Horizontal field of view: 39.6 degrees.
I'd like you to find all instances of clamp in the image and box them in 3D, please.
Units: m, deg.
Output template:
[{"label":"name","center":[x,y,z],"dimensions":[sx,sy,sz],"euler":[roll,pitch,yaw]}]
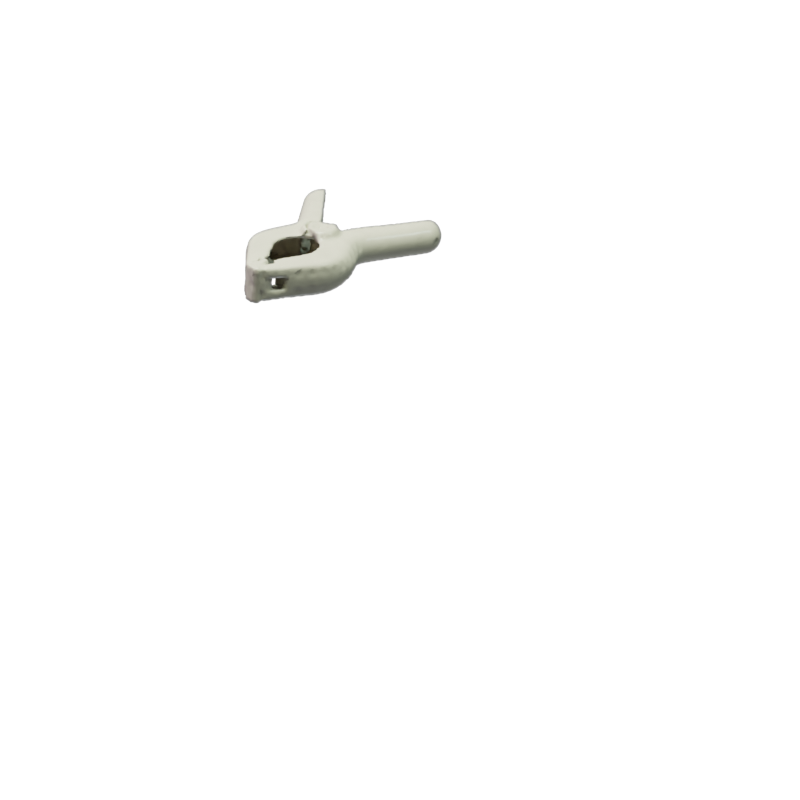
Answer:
[{"label":"clamp","center":[-0.064,-0.118,0.823],"dimensions":[0.127,0.037,0.170],"euler":[20,31,37]}]
